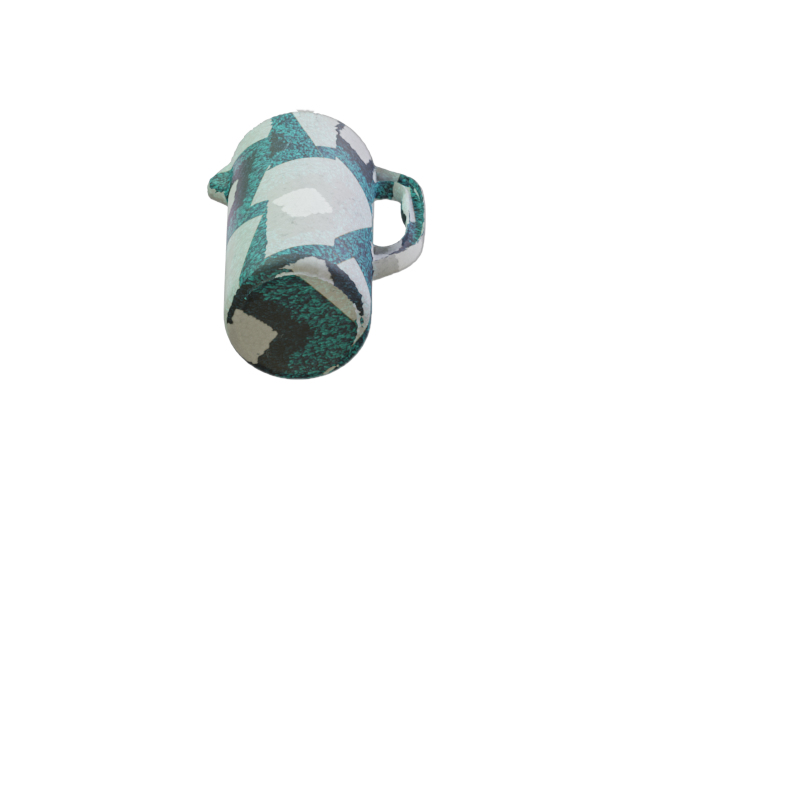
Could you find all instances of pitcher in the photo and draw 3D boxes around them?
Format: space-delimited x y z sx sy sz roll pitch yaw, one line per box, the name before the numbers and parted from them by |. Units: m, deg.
pitcher | -0.070 -0.128 0.898 0.148 0.137 0.259 -38 29 21
